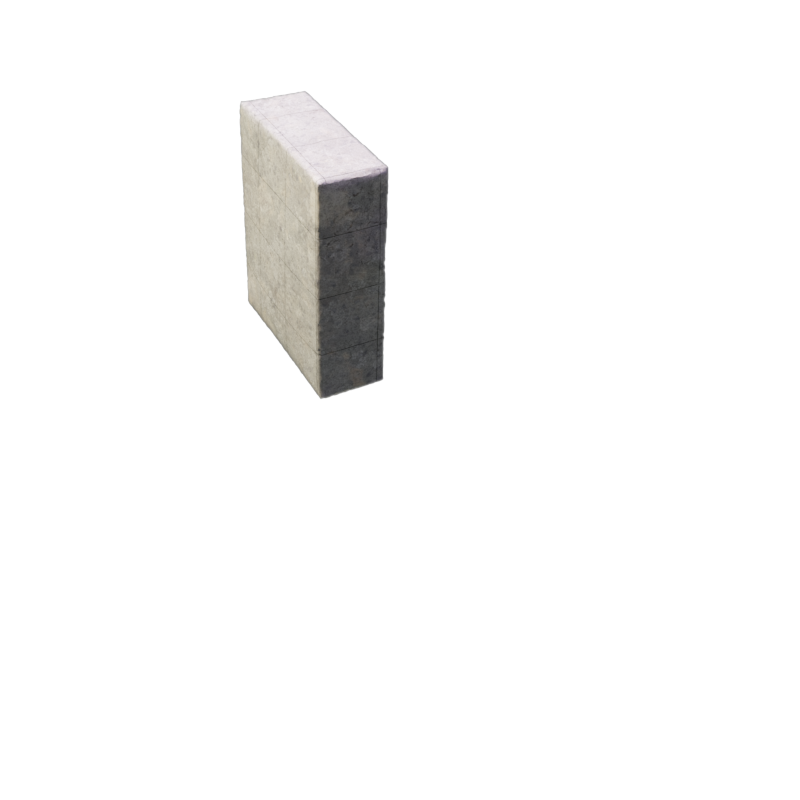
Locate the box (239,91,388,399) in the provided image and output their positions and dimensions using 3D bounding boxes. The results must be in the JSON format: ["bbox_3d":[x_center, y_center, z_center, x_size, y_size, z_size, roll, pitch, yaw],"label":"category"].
[{"bbox_3d":[-0.075,-0.137,0.958,0.071,0.200,0.177,-14,39,-23],"label":"box"}]
